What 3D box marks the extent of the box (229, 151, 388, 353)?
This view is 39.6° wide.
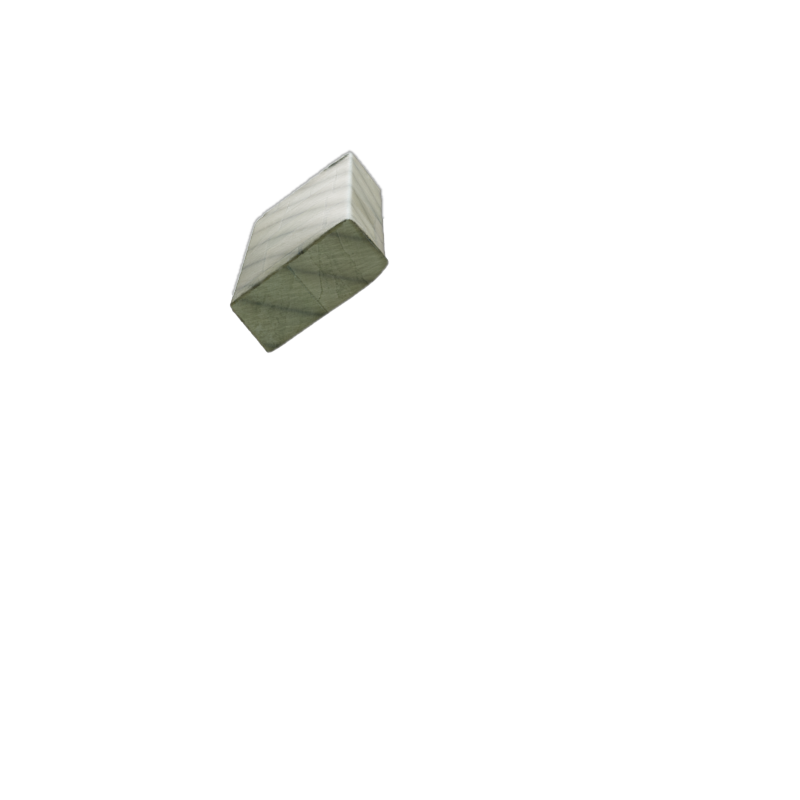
[{"bbox_3d":[-0.058,-0.104,0.731,0.093,0.046,0.186,-34,23,12],"label":"box"}]
